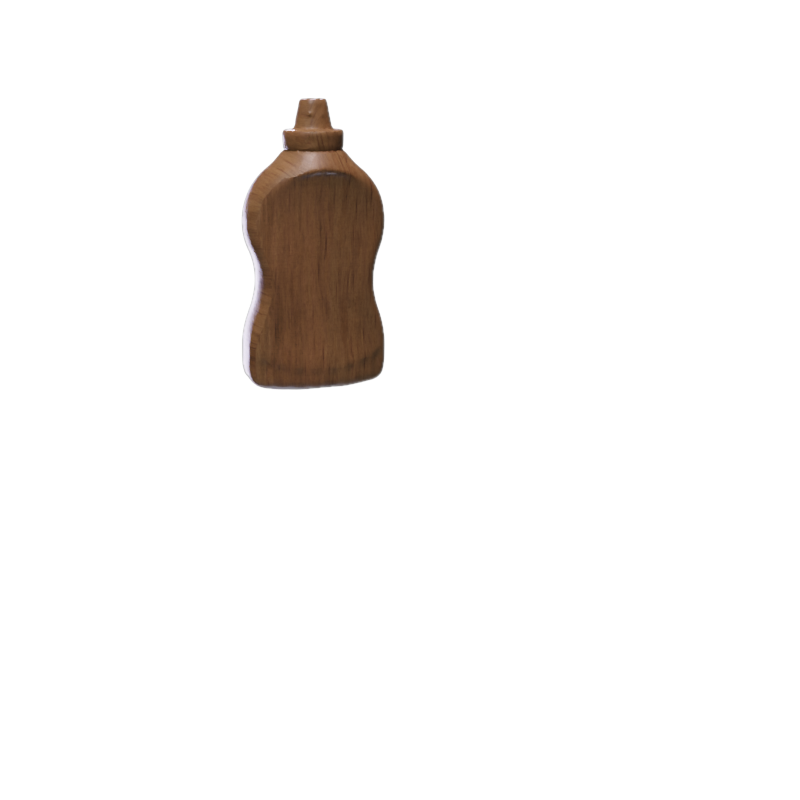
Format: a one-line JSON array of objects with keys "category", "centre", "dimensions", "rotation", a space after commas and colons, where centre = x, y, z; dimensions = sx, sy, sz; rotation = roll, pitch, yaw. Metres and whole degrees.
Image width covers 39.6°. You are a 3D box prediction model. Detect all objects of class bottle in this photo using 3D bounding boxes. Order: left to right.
[{"category": "bottle", "centre": [-0.059, -0.107, 0.749], "dimensions": [0.094, 0.187, 0.061], "rotation": [-3, 11, -16]}]
